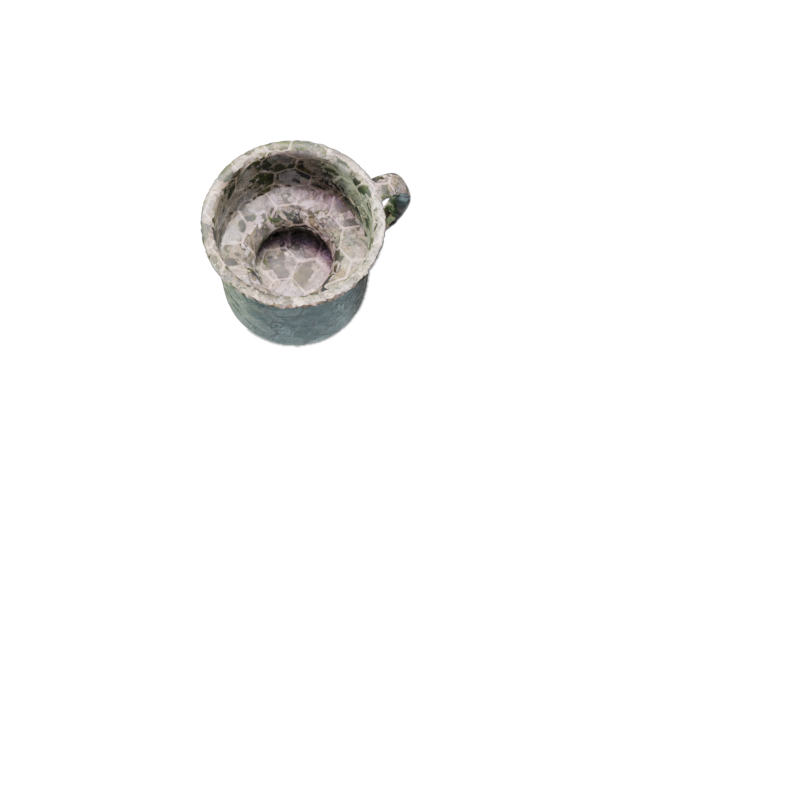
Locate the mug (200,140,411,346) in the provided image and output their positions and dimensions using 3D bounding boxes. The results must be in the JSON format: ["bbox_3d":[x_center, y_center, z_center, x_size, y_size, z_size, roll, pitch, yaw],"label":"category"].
[{"bbox_3d":[-0.047,-0.085,0.594,0.117,0.098,0.078,-32,-17,-13],"label":"mug"}]
